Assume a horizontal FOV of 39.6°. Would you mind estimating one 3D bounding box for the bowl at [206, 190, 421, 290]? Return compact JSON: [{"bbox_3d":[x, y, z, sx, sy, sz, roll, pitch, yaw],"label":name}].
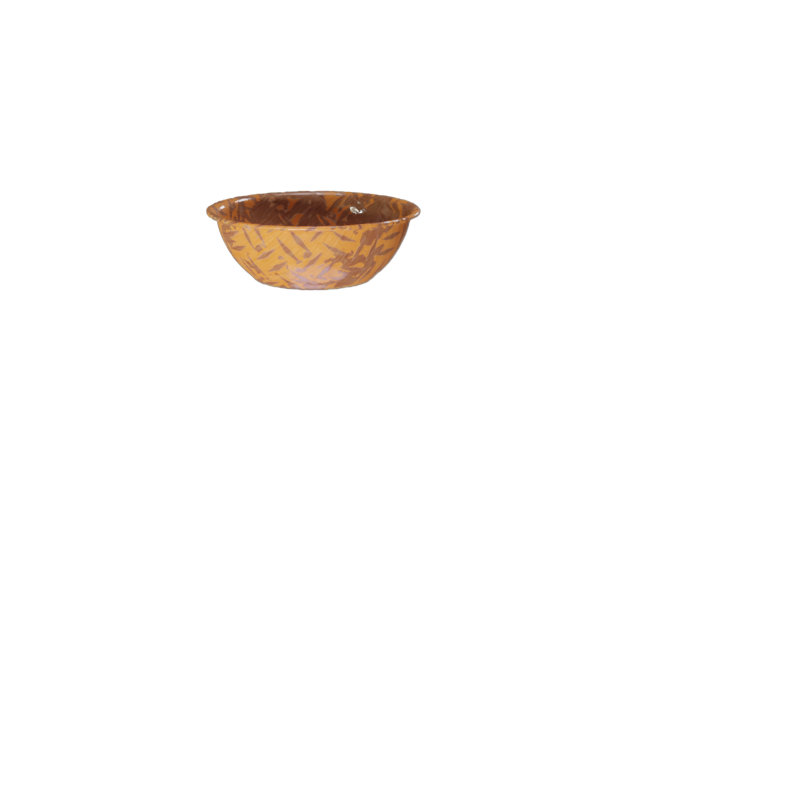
[{"bbox_3d":[-0.066,-0.120,0.841,0.162,0.053,0.168,-1,18,-2],"label":"bowl"}]
